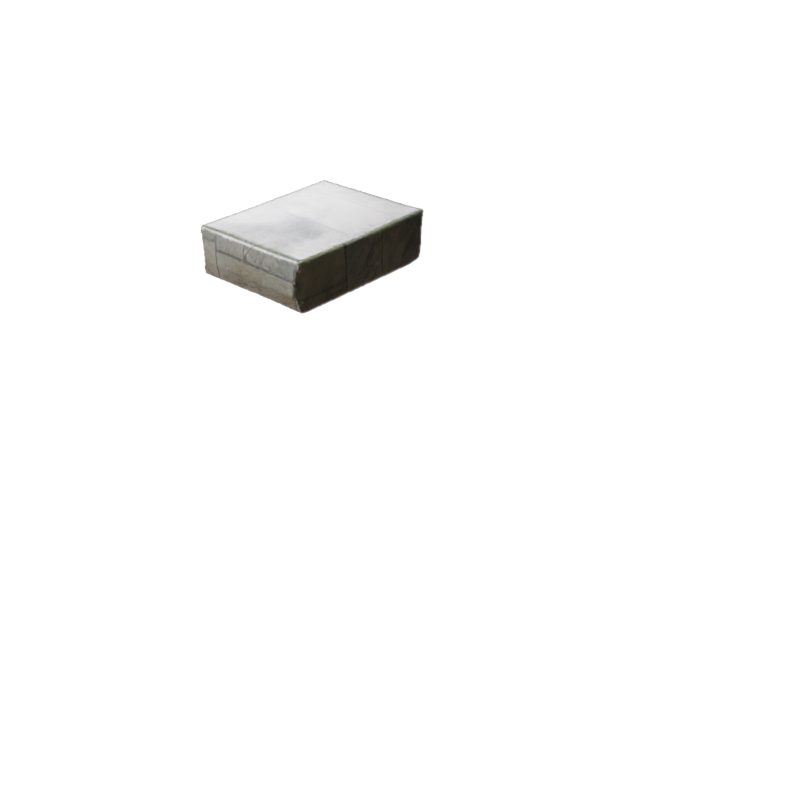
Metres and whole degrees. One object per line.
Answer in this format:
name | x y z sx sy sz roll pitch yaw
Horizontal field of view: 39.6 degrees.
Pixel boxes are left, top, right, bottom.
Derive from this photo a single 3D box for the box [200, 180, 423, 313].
box | -0.055 -0.100 0.699 0.095 0.037 0.113 24 36 37
